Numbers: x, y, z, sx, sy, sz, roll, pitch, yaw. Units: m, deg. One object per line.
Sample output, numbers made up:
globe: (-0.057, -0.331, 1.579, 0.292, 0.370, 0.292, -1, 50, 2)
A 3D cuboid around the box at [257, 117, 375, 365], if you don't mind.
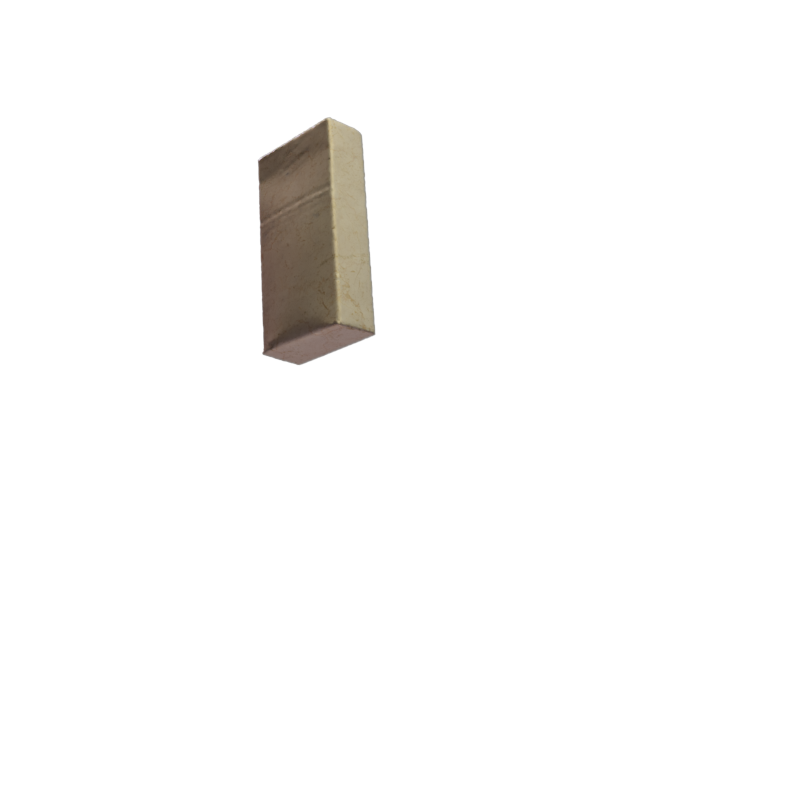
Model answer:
box: (-0.068, -0.125, 0.879, 0.045, 0.186, 0.094, 20, -31, -40)
